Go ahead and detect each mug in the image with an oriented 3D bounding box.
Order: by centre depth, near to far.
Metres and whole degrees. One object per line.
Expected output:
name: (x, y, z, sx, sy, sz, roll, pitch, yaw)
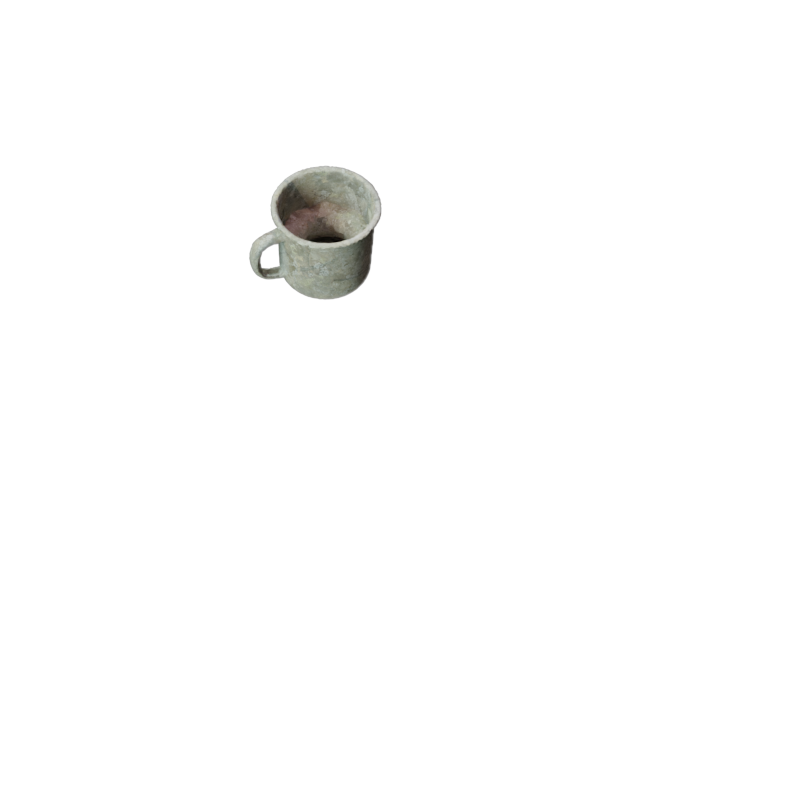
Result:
mug: (-0.075, -0.136, 0.952, 0.117, 0.100, 0.076, -25, -32, -19)
